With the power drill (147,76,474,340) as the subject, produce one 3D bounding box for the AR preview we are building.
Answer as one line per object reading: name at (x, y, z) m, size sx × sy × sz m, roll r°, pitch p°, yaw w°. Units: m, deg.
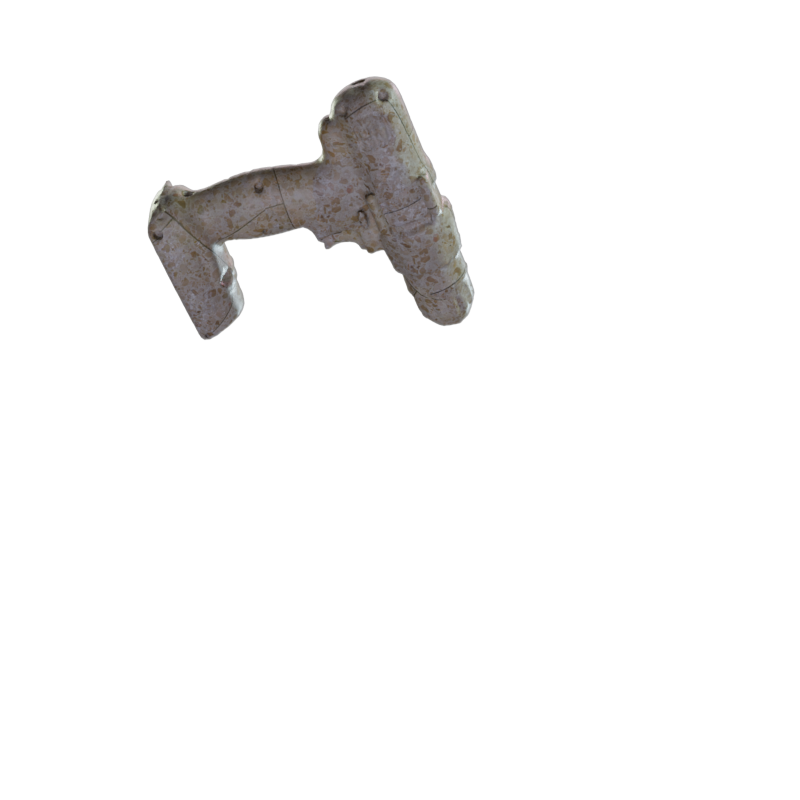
power drill at (-0.058, -0.105, 0.736) m, size 0.188 × 0.173 × 0.061 m, roll -19°, pitch 27°, yaw 10°
